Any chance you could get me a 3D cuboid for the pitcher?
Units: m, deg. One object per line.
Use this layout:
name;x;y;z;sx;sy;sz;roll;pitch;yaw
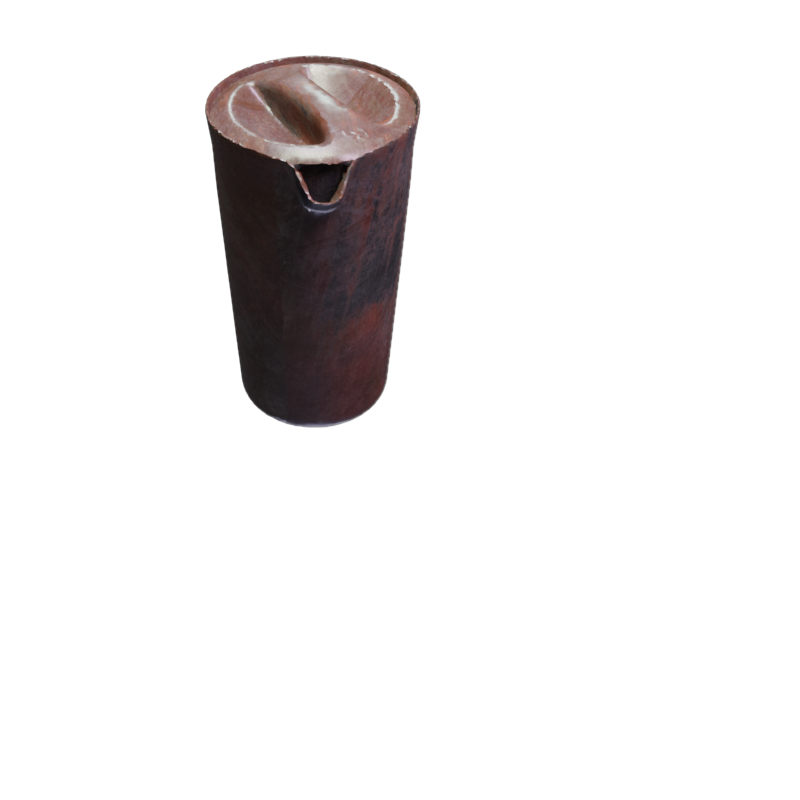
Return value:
pitcher;-0.060;-0.109;0.762;0.153;0.227;0.151;27;45;26
